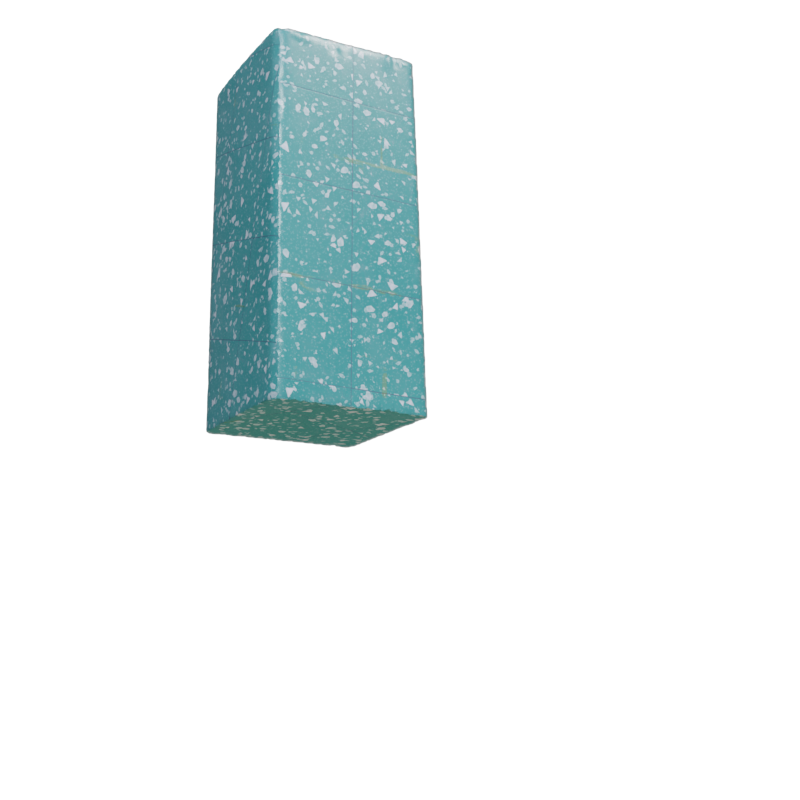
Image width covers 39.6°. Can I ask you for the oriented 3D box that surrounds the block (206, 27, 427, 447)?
[{"bbox_3d":[-0.048,-0.088,0.615,0.087,0.216,0.089,10,-23,-27],"label":"block"}]
